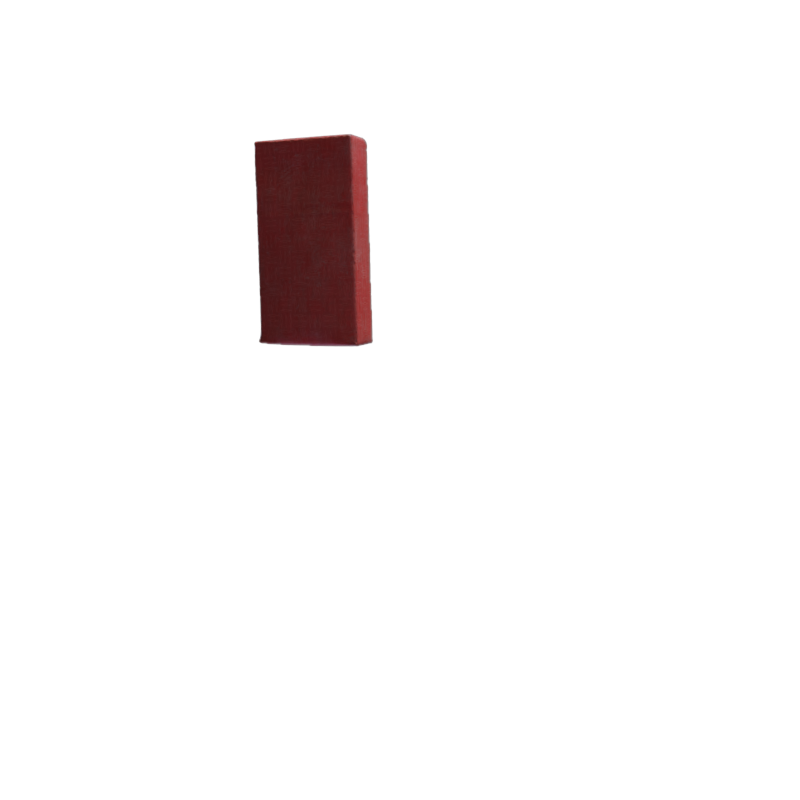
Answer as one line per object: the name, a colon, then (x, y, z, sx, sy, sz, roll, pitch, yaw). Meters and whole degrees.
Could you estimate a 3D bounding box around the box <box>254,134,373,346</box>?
box: (-0.074, -0.135, 0.946, 0.096, 0.177, 0.046, -1, -3, 23)
